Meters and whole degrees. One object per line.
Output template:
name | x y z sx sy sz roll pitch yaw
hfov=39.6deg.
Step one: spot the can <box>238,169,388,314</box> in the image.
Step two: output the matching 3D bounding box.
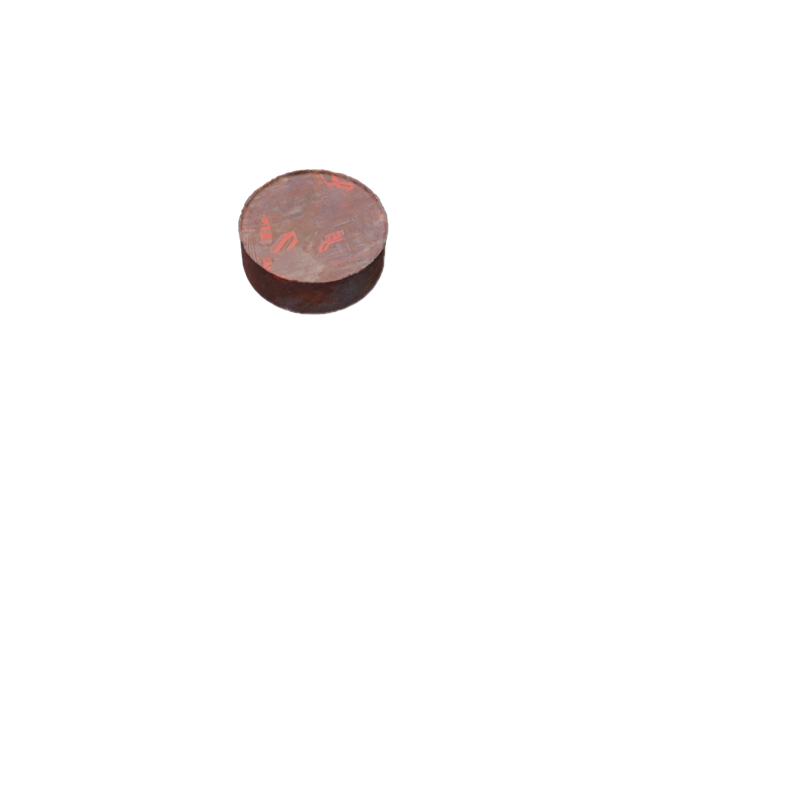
can | -0.050 -0.092 0.644 0.086 0.092 0.031 -1 -37 -1
